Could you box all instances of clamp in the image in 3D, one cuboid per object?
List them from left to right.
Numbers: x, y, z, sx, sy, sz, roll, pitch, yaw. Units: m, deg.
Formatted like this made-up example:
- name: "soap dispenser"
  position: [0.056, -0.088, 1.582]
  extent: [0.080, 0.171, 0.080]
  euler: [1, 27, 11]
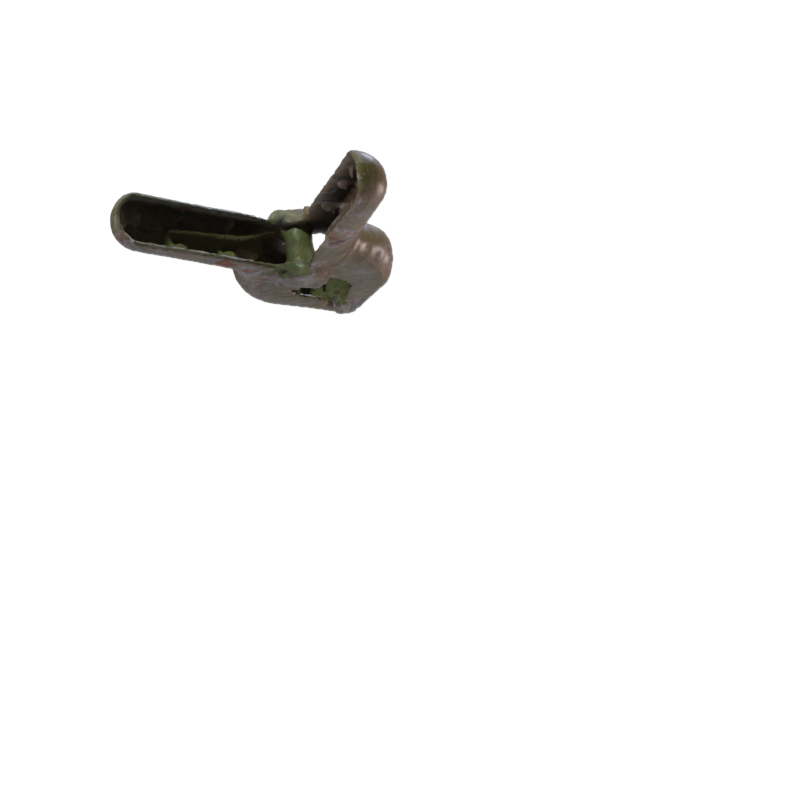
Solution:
- name: "clamp"
  position: [-0.041, -0.074, 0.520]
  extent: [0.123, 0.040, 0.163]
  euler: [-3, -7, 24]
